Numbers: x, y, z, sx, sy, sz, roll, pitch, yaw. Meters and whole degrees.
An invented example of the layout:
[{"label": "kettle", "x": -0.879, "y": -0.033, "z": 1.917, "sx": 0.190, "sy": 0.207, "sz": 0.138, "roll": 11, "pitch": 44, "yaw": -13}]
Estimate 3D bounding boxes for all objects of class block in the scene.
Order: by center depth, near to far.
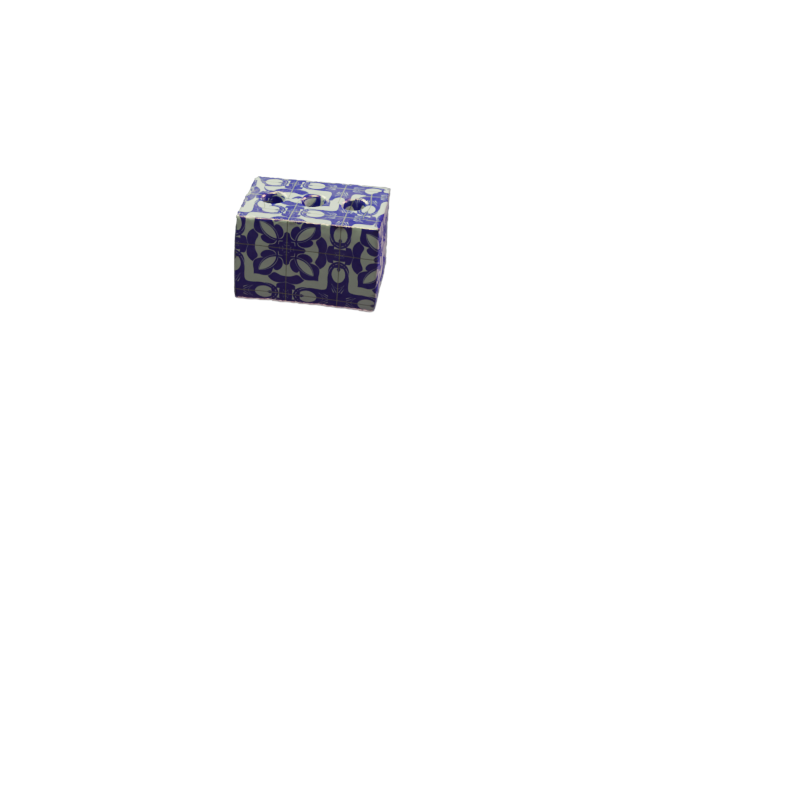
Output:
[{"label": "block", "x": -0.047, "y": -0.086, "z": 0.602, "sx": 0.079, "sy": 0.048, "sz": 0.055, "roll": 6, "pitch": 34, "yaw": 7}]
